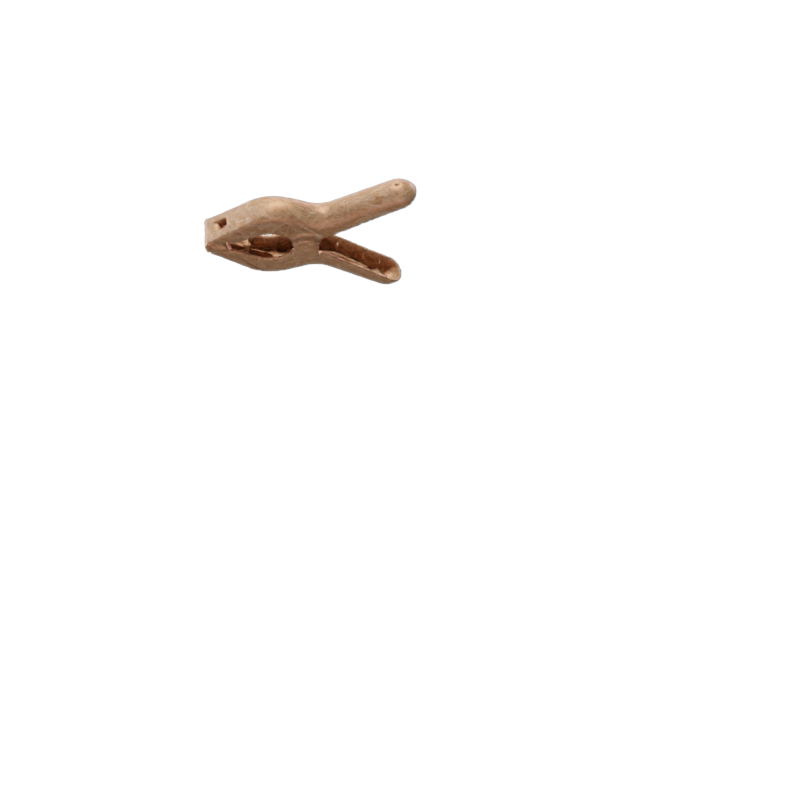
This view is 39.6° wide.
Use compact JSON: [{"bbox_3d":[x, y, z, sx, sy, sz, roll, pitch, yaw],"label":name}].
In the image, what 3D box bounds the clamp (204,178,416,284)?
[{"bbox_3d":[-0.071,-0.129,0.903,0.172,0.042,0.111,-3,-40,4],"label":"clamp"}]
